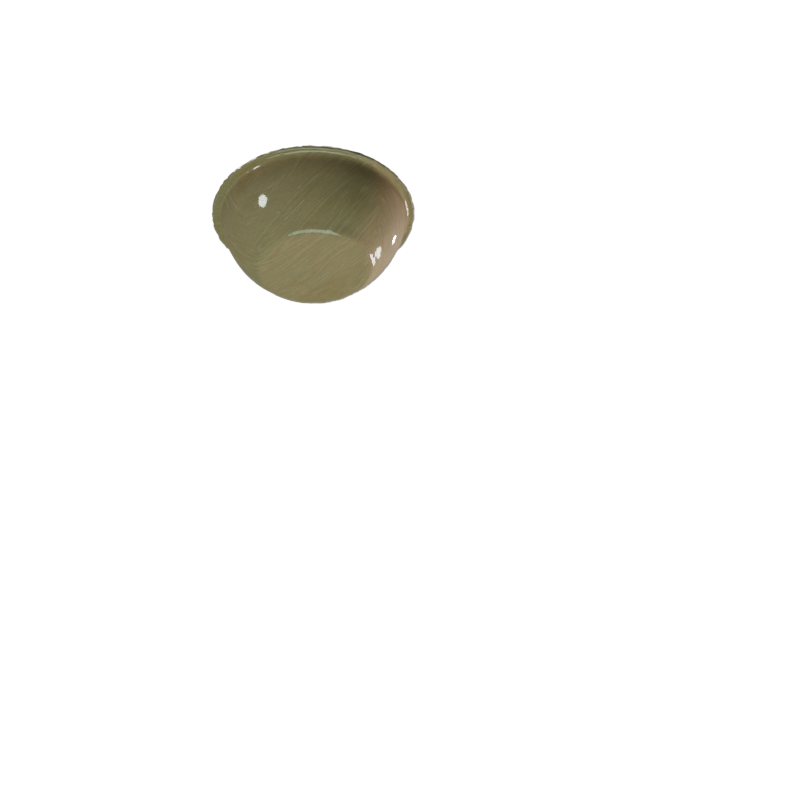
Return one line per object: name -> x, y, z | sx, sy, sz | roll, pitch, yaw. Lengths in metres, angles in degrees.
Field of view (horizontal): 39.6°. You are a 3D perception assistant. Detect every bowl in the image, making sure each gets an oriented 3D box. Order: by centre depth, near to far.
bowl -> -0.068, -0.124, 0.869 | 0.162, 0.059, 0.151 | 1, -35, -2
